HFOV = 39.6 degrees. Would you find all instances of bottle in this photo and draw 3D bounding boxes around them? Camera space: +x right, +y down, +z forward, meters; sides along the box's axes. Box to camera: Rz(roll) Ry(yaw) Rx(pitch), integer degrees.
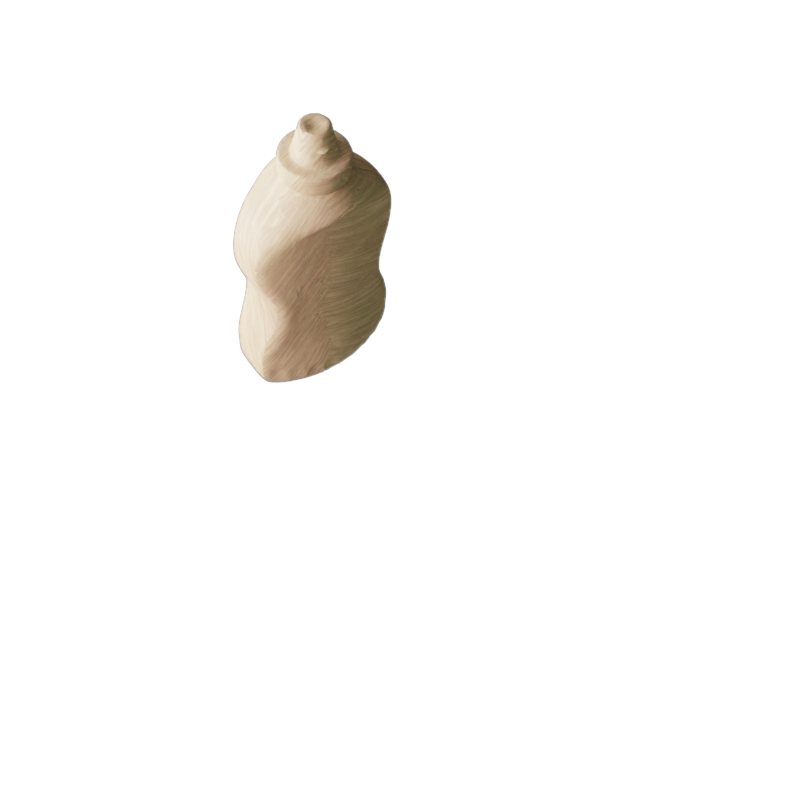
[{"bbox_3d":[-0.050,-0.091,0.641,0.096,0.062,0.179,-28,-28,-21],"label":"bottle"}]
